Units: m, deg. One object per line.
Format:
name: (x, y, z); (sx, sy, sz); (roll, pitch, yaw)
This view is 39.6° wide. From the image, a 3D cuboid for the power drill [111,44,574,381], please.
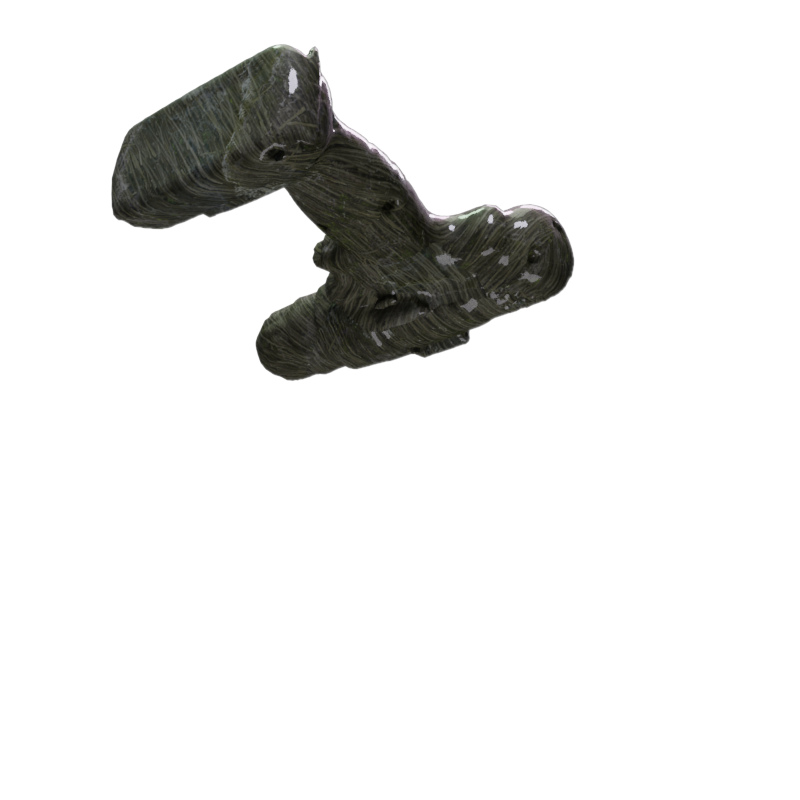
power drill: (-0.040, -0.074, 0.516); (0.186, 0.061, 0.175); (-21, -34, 33)
